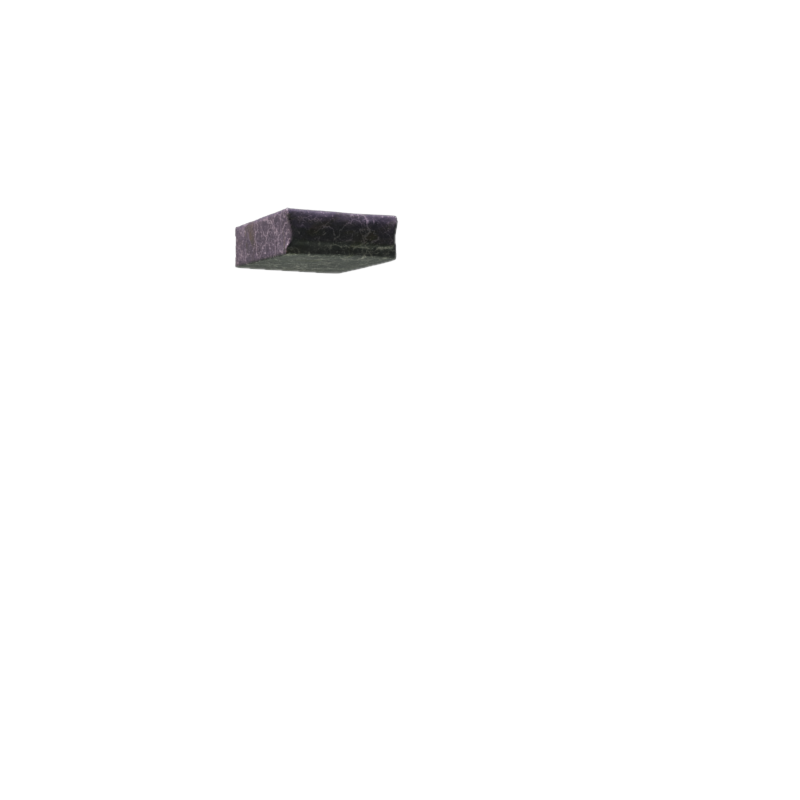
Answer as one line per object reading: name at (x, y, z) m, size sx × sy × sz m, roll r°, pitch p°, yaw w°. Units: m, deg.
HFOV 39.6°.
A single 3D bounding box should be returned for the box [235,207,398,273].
box at (-0.053, -0.098, 0.683) m, size 0.071 × 0.030 × 0.091 m, roll 0°, pitch -1°, yaw -26°
